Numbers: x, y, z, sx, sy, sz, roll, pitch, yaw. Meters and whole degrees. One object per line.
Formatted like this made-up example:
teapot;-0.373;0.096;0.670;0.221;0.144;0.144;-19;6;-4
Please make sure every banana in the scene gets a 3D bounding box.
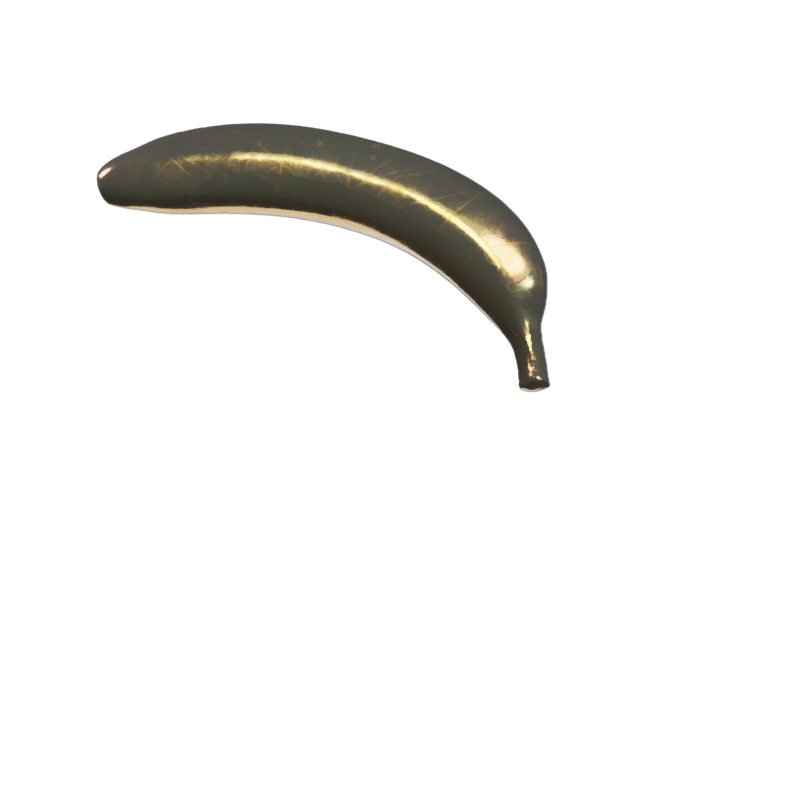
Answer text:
banana;-0.022;-0.074;0.438;0.204;0.072;0.034;24;-30;15
